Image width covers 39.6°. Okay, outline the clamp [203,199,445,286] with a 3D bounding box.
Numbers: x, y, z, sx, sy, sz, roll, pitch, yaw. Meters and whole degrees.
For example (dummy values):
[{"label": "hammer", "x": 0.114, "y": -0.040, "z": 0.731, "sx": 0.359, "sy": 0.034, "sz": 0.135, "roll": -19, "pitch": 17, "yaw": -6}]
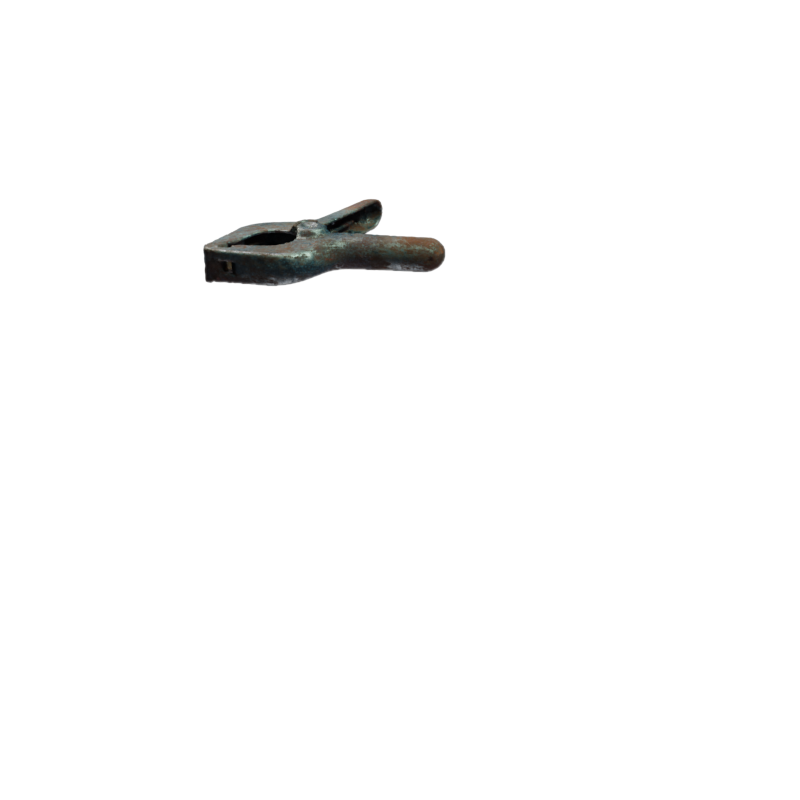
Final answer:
[{"label": "clamp", "x": -0.065, "y": -0.118, "z": 0.827, "sx": 0.169, "sy": 0.038, "sz": 0.127, "roll": -5, "pitch": 22, "yaw": -14}]
